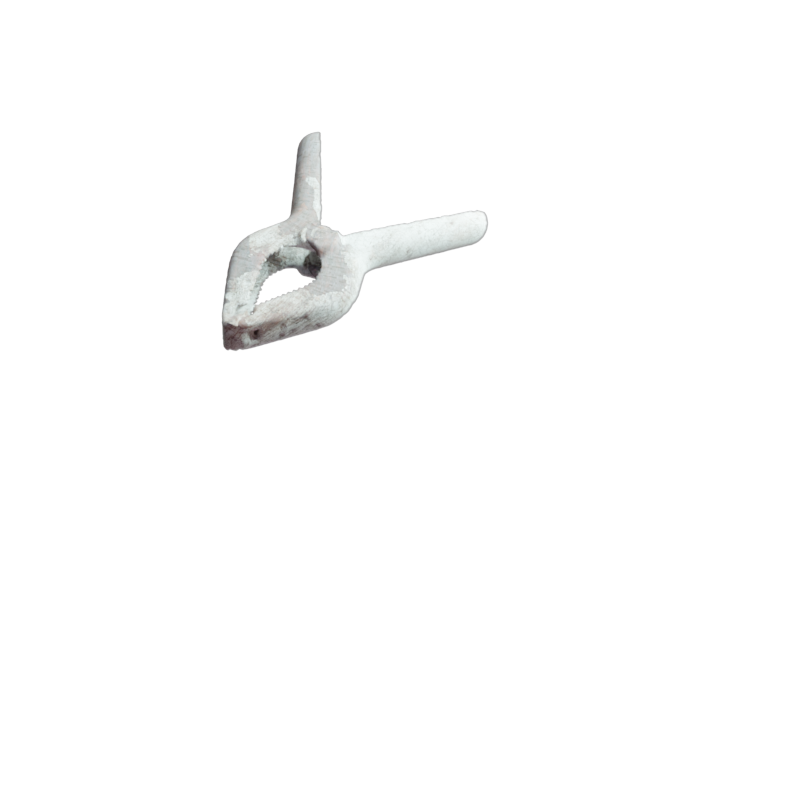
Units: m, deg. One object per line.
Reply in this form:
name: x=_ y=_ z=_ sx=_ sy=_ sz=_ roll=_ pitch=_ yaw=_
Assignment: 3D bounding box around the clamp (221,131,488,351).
clamp: x=-0.062 y=-0.113 z=0.792 sx=0.175 sy=0.034 sz=0.212 roll=34 pitch=56 yaw=26
